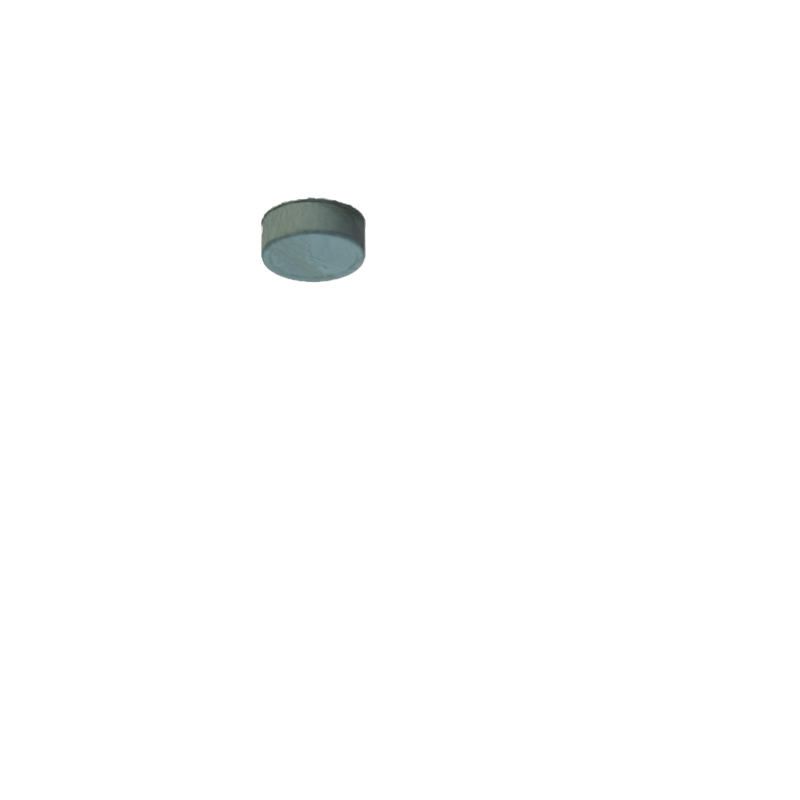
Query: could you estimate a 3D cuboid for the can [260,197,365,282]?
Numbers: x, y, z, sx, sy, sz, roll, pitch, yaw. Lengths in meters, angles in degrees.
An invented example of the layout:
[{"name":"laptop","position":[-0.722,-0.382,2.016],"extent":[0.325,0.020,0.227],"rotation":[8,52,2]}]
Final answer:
[{"name":"can","position":[-0.070,-0.128,0.898],"extent":[0.086,0.035,0.081],"rotation":[1,-22,-2]}]
